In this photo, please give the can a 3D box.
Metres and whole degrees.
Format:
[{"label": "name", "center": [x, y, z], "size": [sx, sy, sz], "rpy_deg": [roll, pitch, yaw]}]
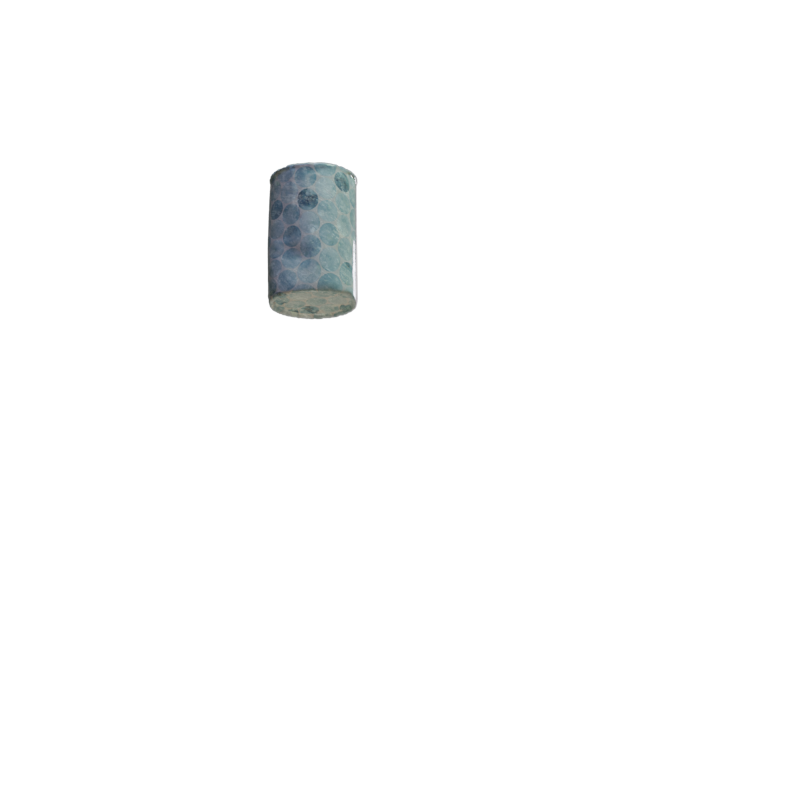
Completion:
[{"label": "can", "center": [-0.065, -0.119, 0.835], "size": [0.068, 0.107, 0.065], "rpy_deg": [0, -19, -2]}]
